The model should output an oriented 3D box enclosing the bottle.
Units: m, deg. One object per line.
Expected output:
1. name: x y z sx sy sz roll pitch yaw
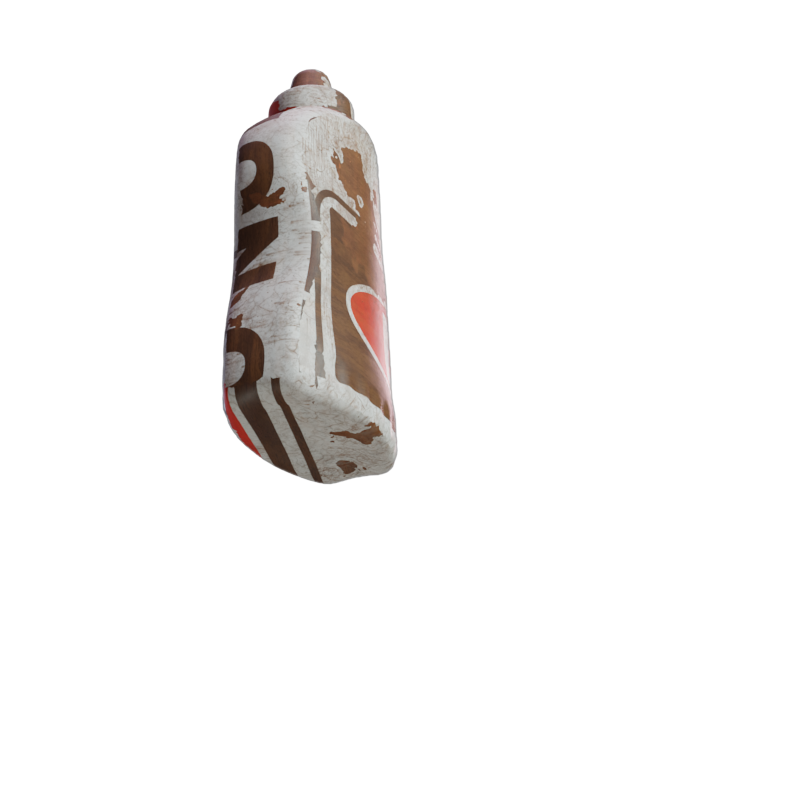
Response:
1. bottle: -0.038 -0.069 0.485 0.059 0.205 0.089 -16 -34 21
